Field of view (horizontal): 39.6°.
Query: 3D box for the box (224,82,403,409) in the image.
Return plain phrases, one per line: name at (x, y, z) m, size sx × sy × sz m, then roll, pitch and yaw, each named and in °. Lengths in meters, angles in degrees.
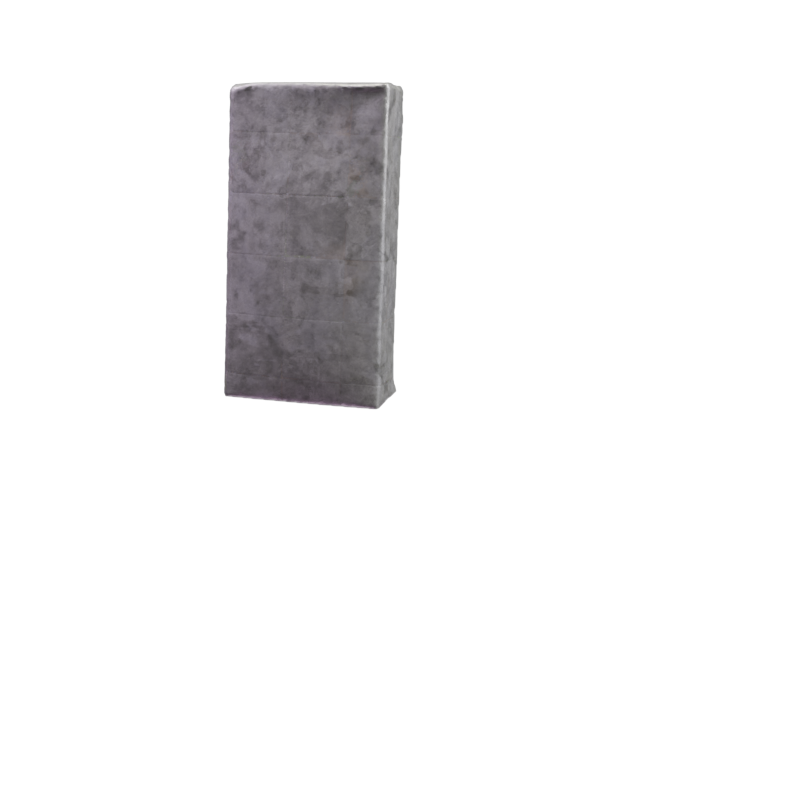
box at (-0.049, -0.088, 0.620) m, size 0.095 × 0.173 × 0.048 m, roll 3°, pitch 7°, yaw 15°
